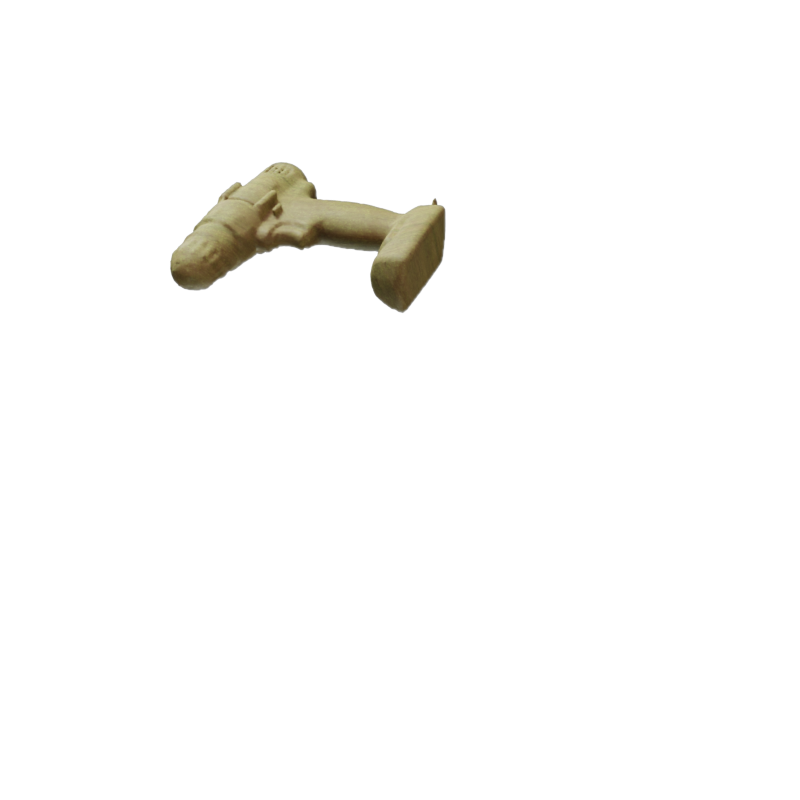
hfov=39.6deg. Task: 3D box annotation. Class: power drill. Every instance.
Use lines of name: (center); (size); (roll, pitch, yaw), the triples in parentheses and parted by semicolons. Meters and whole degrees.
power drill: (-0.070, -0.128, 0.895); (0.195, 0.054, 0.190); (16, 40, 19)
